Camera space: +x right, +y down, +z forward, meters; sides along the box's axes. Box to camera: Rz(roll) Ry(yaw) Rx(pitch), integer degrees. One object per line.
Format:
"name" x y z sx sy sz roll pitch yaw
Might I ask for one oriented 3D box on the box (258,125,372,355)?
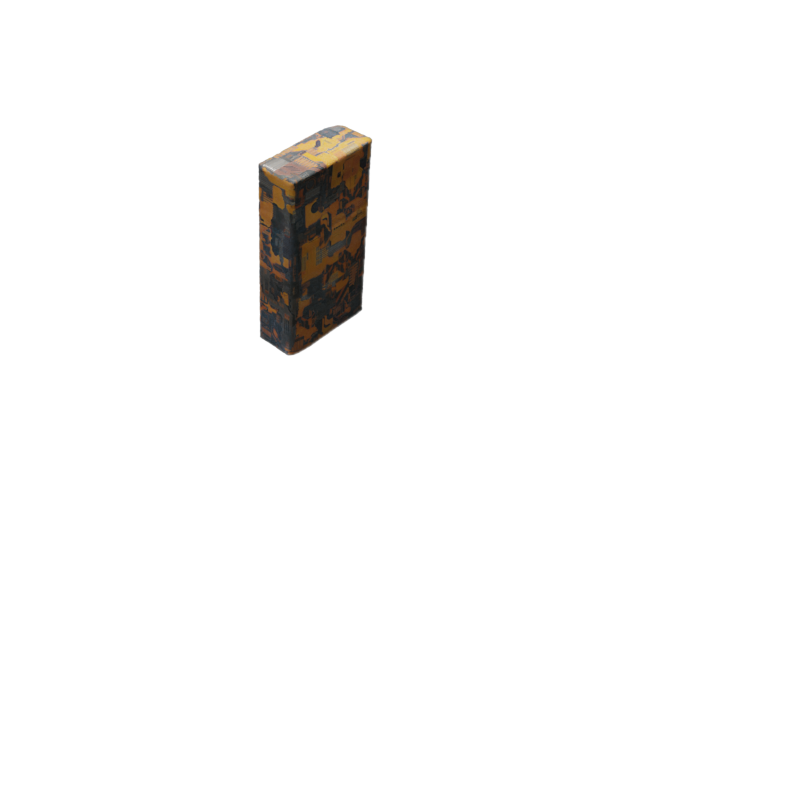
"box" -0.071 -0.130 0.906 0.051 0.165 0.094 28 44 30
